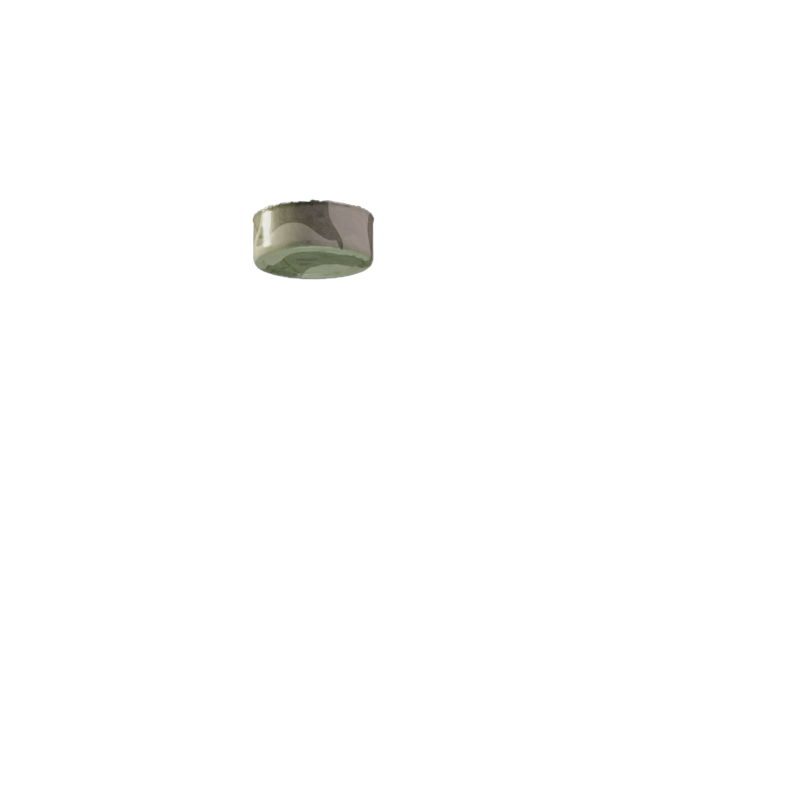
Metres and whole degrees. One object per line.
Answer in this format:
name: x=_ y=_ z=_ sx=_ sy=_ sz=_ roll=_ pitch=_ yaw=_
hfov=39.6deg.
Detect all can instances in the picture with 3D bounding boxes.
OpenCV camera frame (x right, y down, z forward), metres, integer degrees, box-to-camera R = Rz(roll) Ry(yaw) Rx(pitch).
can: x=-0.061 y=-0.111 z=0.779 sx=0.086 sy=0.035 sz=0.083 roll=0 pitch=-10 yaw=-2
